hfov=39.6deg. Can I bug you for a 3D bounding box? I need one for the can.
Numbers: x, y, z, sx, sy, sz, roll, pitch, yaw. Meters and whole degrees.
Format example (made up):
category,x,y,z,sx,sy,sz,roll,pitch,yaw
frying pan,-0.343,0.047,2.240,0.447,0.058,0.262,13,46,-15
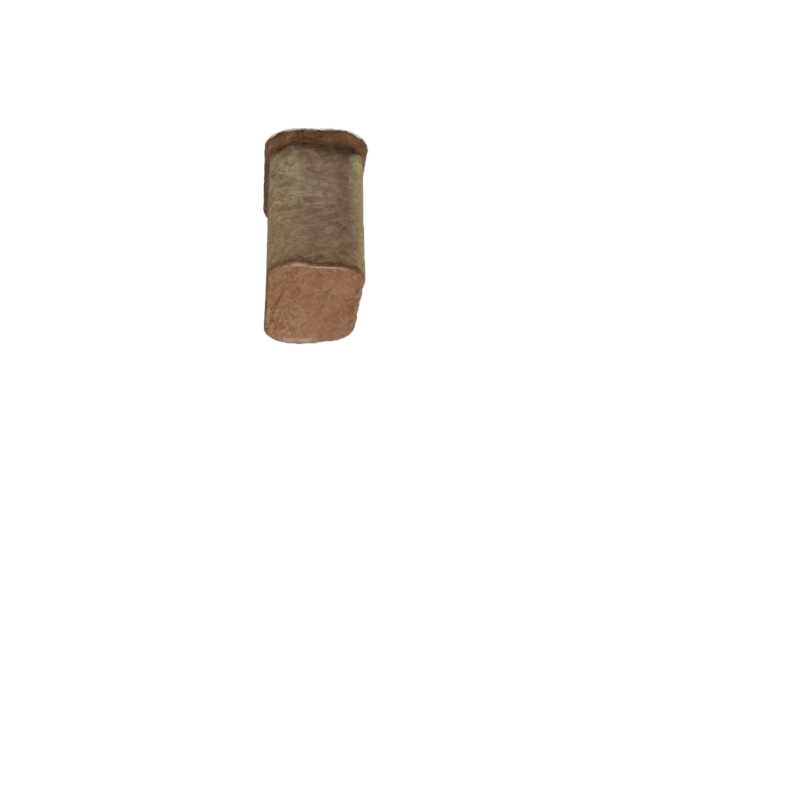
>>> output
category,x,y,z,sx,sy,sz,roll,pitch,yaw
can,-0.049,-0.089,0.621,0.057,0.089,0.097,1,-25,-6
